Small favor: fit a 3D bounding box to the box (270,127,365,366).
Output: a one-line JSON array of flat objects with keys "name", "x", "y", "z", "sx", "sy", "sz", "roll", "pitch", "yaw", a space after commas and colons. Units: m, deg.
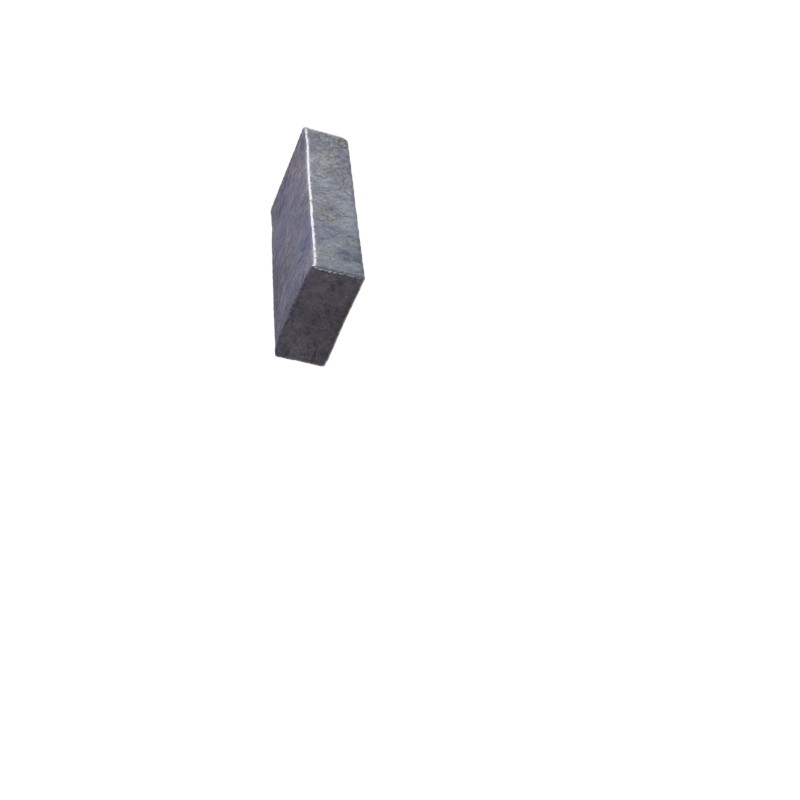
[{"name": "box", "x": -0.066, "y": -0.121, "z": 0.846, "sx": 0.047, "sy": 0.089, "sz": 0.189, "roll": 14, "pitch": 40, "yaw": -17}]
